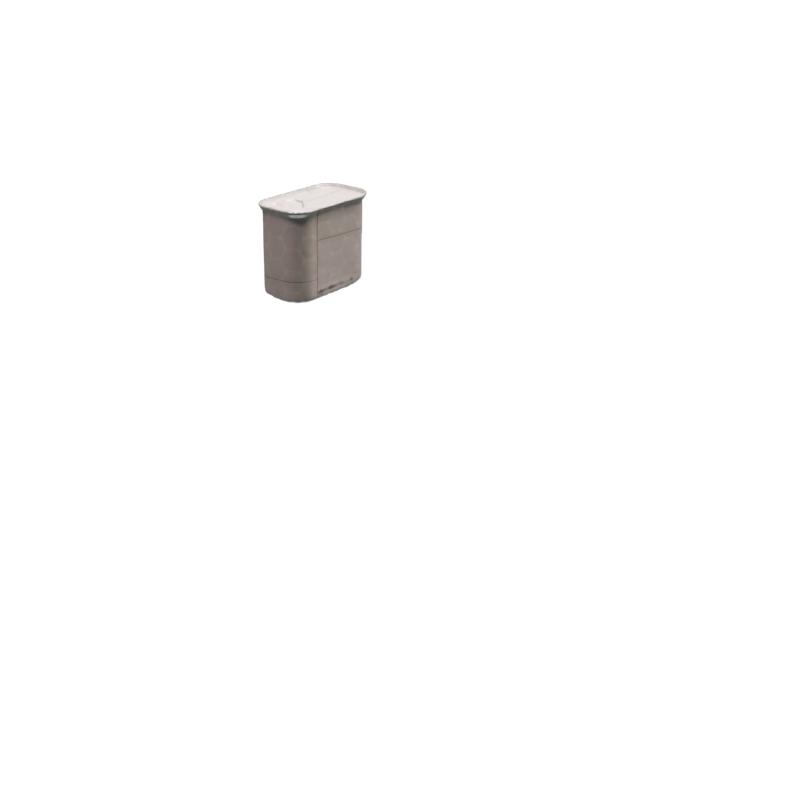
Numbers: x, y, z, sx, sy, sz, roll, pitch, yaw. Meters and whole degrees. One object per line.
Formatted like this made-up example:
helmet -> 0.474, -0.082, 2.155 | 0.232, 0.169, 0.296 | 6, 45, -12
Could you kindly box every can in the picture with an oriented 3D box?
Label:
can -> -0.077, -0.141, 0.987 | 0.061, 0.080, 0.101 | 16, 26, 35
